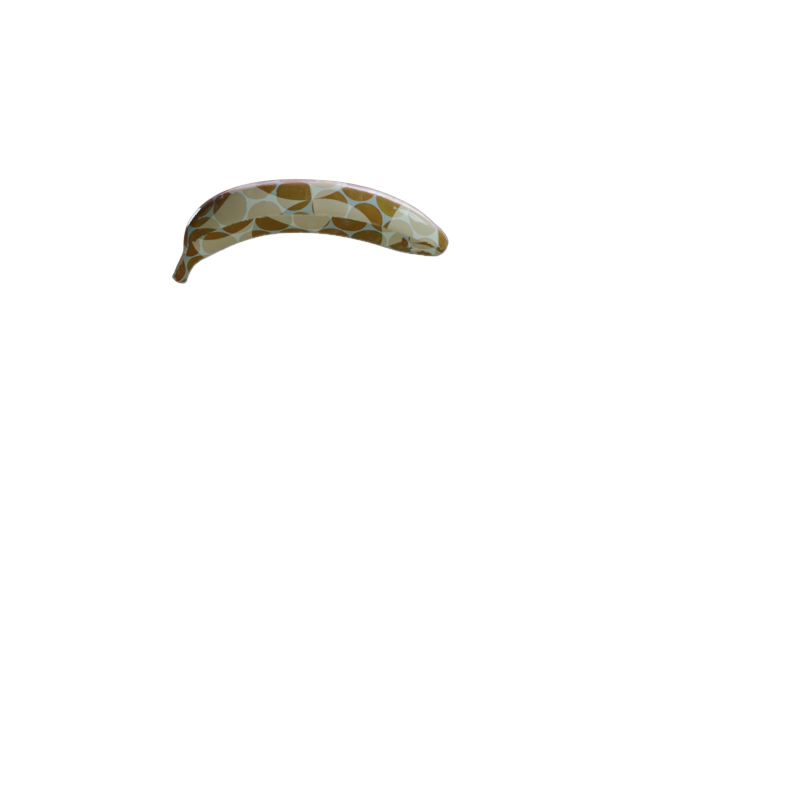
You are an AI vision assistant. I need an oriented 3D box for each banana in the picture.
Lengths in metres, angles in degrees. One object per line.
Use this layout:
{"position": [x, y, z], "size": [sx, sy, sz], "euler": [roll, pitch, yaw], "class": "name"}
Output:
{"position": [-0.067, -0.124, 0.775], "size": [0.199, 0.039, 0.064], "euler": [-4, -45, 4], "class": "banana"}
